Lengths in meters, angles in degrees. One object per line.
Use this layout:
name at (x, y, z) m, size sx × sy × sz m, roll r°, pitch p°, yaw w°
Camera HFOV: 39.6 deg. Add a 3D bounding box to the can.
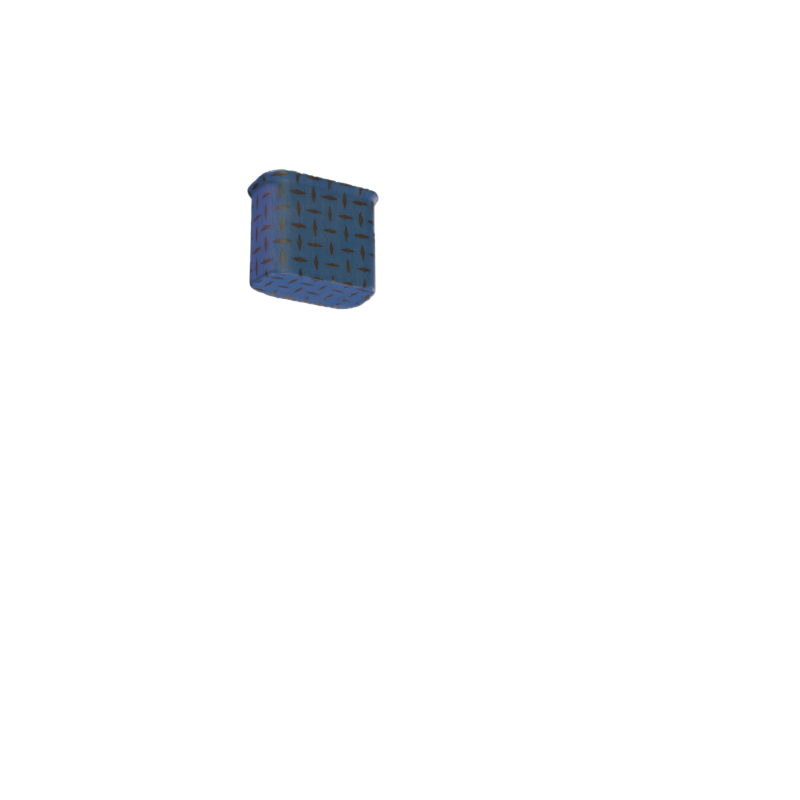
can at (-0.067, -0.122, 0.858) m, size 0.098 × 0.088 × 0.057 m, roll 9°, pitch -23°, yaw -28°
